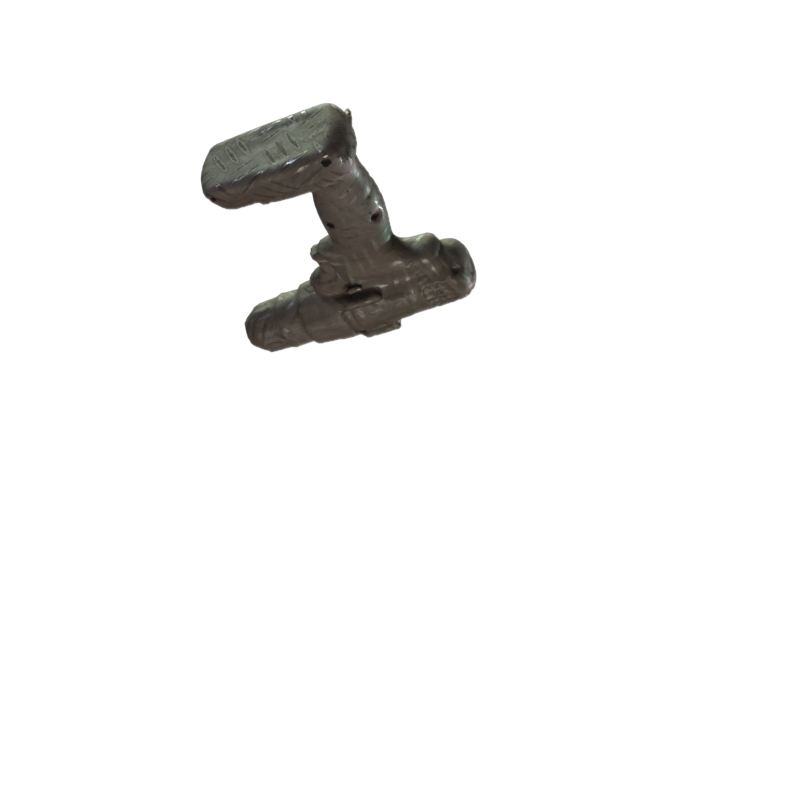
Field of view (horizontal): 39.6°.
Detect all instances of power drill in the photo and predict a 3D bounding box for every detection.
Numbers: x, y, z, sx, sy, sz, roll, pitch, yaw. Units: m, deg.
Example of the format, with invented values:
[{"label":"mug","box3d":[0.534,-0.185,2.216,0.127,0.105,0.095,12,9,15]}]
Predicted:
[{"label":"power drill","box3d":[-0.061,-0.112,0.782,0.186,0.062,0.173,-17,-42,20]}]
